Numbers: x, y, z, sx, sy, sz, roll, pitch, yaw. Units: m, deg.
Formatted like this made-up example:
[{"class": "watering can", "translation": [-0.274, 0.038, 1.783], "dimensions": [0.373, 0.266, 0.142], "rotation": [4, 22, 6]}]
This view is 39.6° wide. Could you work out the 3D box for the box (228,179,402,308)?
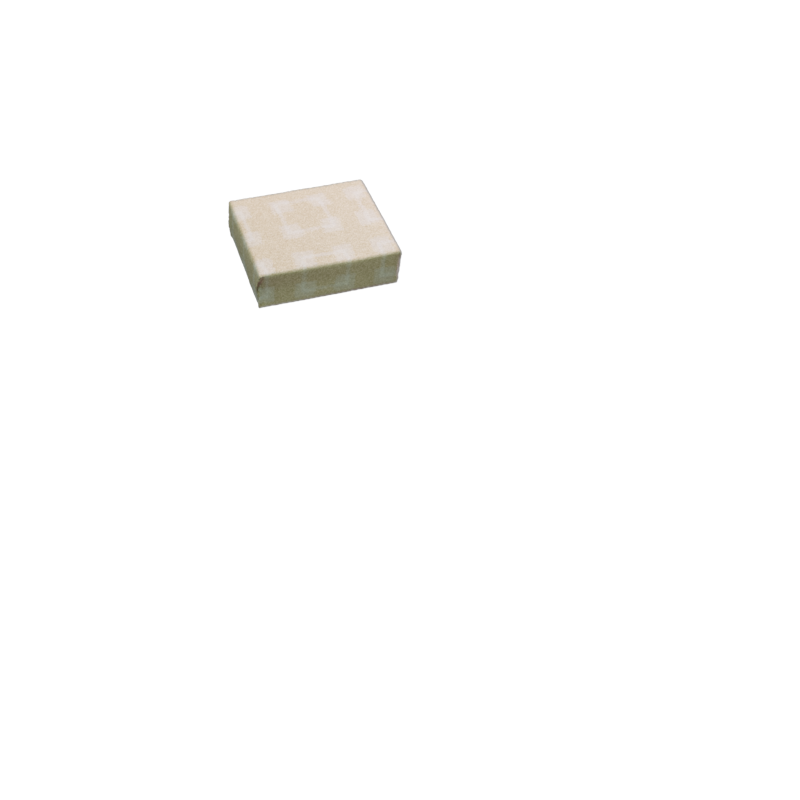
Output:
[{"class": "box", "translation": [-0.066, -0.121, 0.846], "dimensions": [0.112, 0.036, 0.097], "rotation": [-14, 47, -14]}]
